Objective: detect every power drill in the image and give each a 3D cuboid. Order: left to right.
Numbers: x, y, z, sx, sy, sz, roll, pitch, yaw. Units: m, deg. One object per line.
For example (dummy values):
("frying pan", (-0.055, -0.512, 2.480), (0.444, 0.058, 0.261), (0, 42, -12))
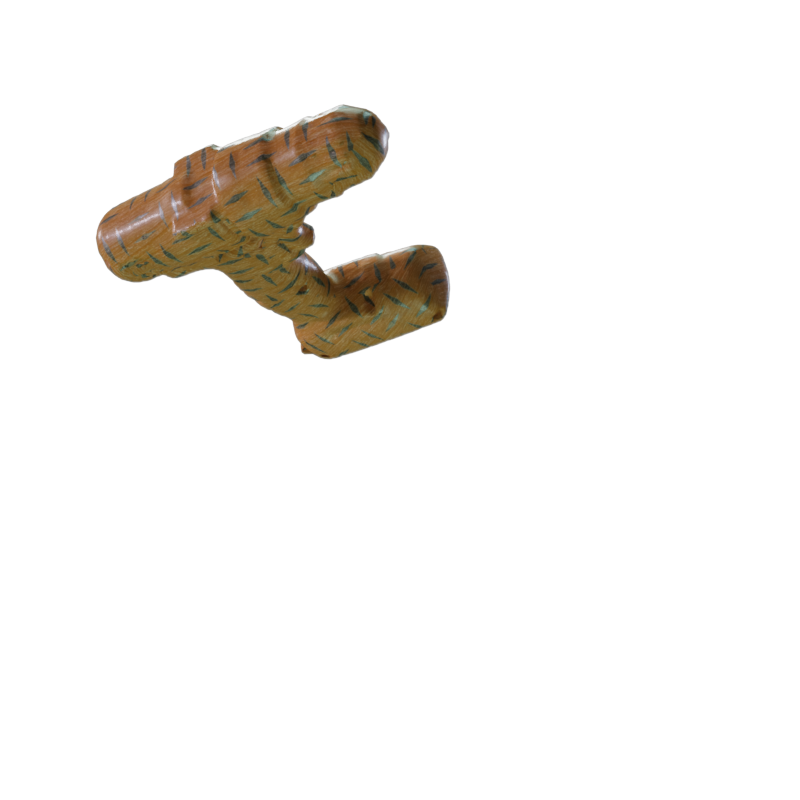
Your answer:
("power drill", (-0.050, -0.091, 0.635), (0.187, 0.061, 0.175), (-16, -28, 31))
